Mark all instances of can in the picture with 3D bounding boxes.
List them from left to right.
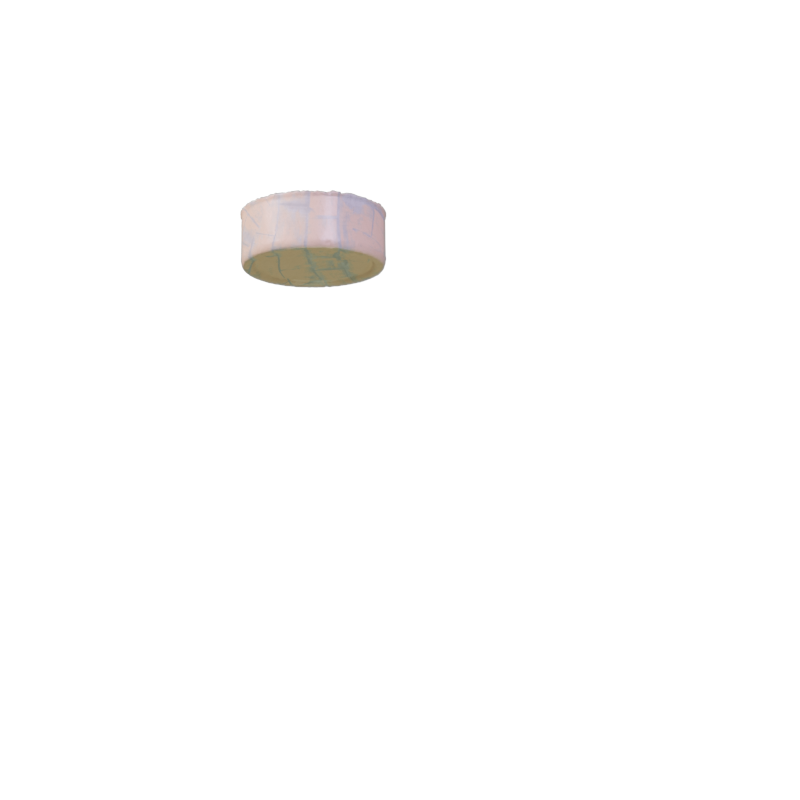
[{"bbox_3d":[-0.051,-0.092,0.648,0.086,0.035,0.083,0,-11,-2],"label":"can"}]
